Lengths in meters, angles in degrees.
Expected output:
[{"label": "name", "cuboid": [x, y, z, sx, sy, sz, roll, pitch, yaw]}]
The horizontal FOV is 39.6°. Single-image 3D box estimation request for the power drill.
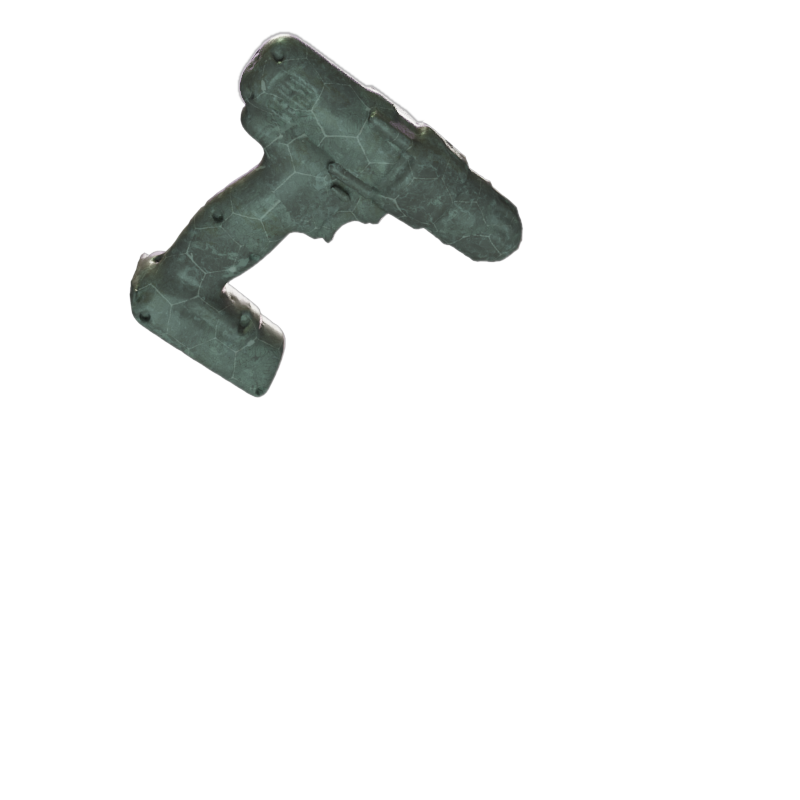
[{"label": "power drill", "cuboid": [-0.049, -0.090, 0.630, 0.177, 0.184, 0.061, 36, 22, -17]}]
